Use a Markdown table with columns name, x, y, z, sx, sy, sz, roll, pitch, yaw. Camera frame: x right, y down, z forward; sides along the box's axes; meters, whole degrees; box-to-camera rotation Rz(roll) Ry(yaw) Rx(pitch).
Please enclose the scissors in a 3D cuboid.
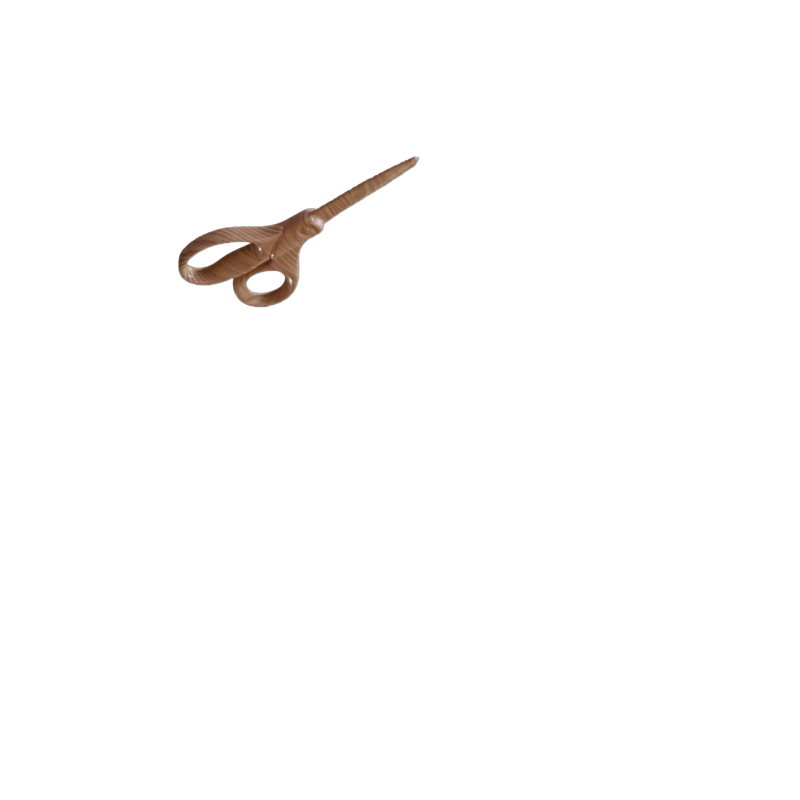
| name | x | y | z | sx | sy | sz | roll | pitch | yaw |
| --- | --- | --- | --- | --- | --- | --- | --- | --- | --- |
| scissors | -0.061 | -0.111 | 0.776 | 0.204 | 0.017 | 0.089 | -15 | -35 | 22 |
